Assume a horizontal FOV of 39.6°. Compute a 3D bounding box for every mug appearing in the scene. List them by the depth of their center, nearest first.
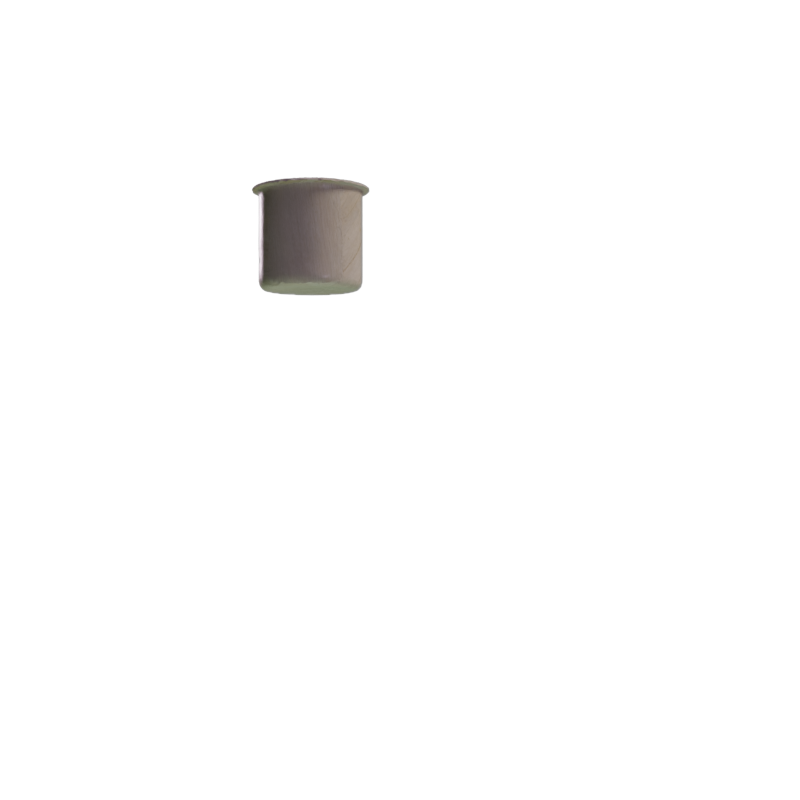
[{"bbox_3d":[-0.069,-0.126,0.885,0.094,0.083,0.114,-1,-3,7],"label":"mug"}]
